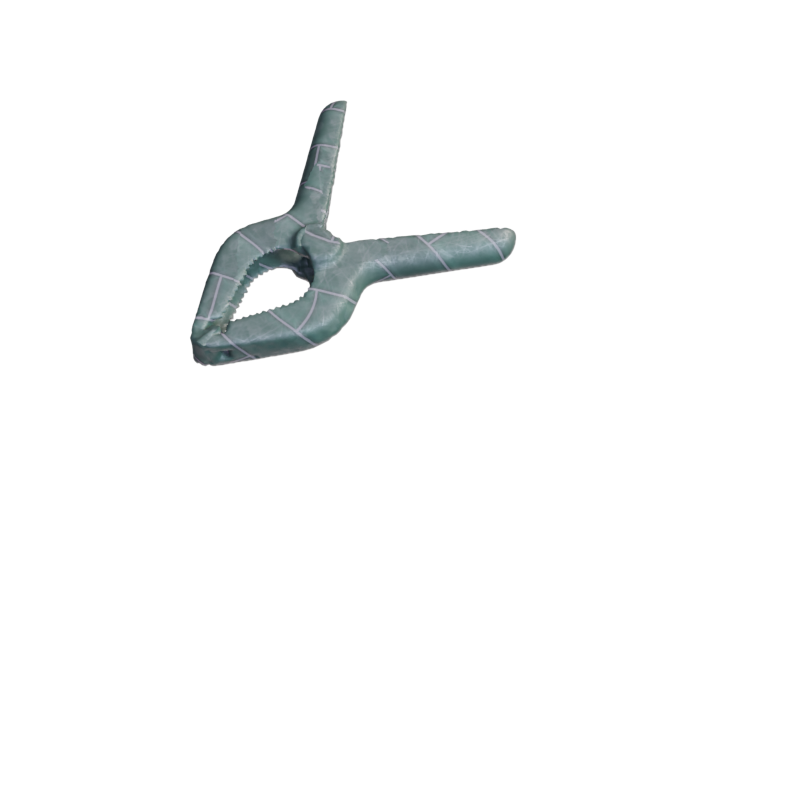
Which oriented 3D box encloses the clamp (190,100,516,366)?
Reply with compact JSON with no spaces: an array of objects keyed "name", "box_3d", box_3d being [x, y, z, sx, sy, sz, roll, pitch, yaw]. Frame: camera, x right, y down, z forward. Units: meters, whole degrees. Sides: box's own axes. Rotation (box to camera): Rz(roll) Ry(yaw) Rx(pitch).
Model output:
[{"name":"clamp","box_3d":[-0.055,-0.100,0.704,0.211,0.175,0.034,-34,-26,-20]}]
